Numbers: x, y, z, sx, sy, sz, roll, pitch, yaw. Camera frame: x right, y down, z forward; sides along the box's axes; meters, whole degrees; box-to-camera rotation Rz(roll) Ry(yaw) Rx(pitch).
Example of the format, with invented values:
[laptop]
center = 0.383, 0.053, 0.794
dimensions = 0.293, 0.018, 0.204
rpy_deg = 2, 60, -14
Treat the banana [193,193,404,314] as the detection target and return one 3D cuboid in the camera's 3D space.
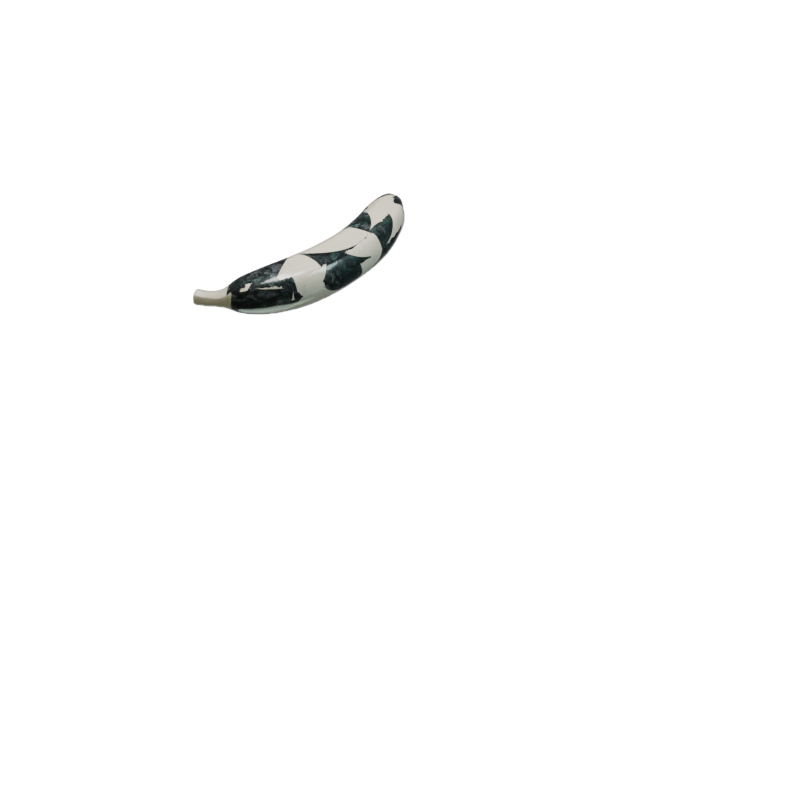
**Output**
[banana]
center = -0.055, -0.108, 0.818
dimensions = 0.197, 0.034, 0.074
rpy_deg = -30, 48, -32
